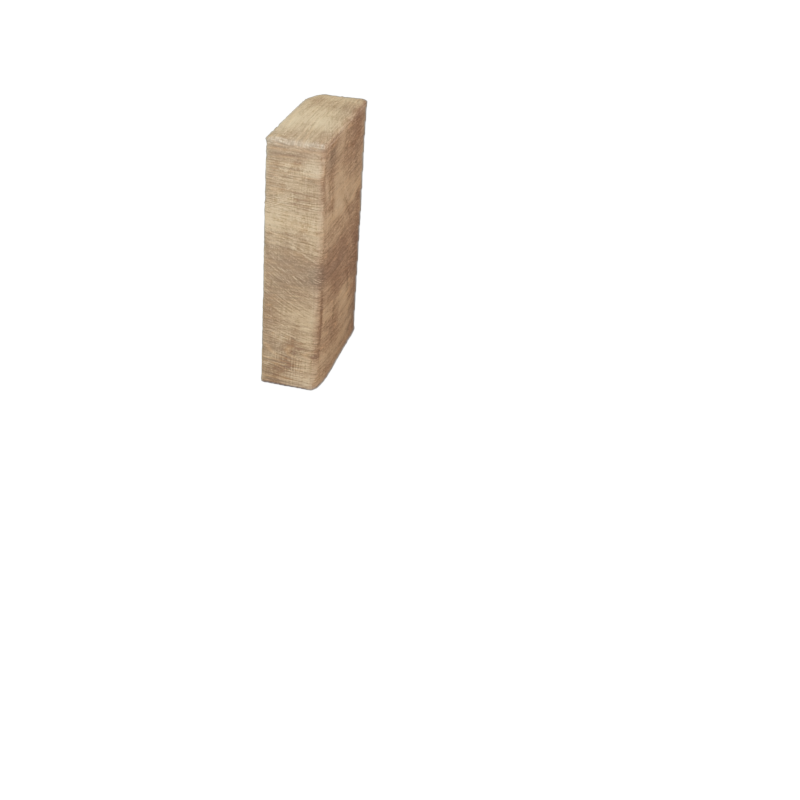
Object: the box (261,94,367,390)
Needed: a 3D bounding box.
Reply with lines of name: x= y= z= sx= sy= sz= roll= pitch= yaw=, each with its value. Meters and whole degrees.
box: x=-0.057 y=-0.104 z=0.731 sx=0.049 sy=0.166 sz=0.096 roll=9 pitch=29 yaw=12
